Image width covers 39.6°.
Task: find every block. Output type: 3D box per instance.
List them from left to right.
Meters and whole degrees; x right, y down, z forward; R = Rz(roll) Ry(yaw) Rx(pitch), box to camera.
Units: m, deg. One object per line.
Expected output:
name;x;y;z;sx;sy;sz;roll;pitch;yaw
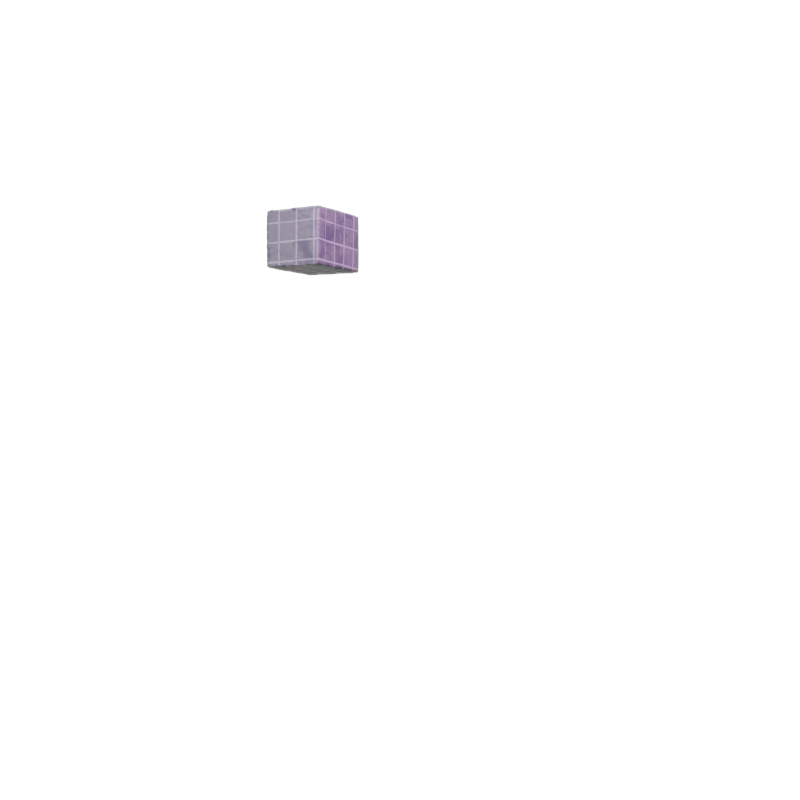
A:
block;-0.077;-0.140;0.978;0.054;0.052;0.075;-2;-2;26
